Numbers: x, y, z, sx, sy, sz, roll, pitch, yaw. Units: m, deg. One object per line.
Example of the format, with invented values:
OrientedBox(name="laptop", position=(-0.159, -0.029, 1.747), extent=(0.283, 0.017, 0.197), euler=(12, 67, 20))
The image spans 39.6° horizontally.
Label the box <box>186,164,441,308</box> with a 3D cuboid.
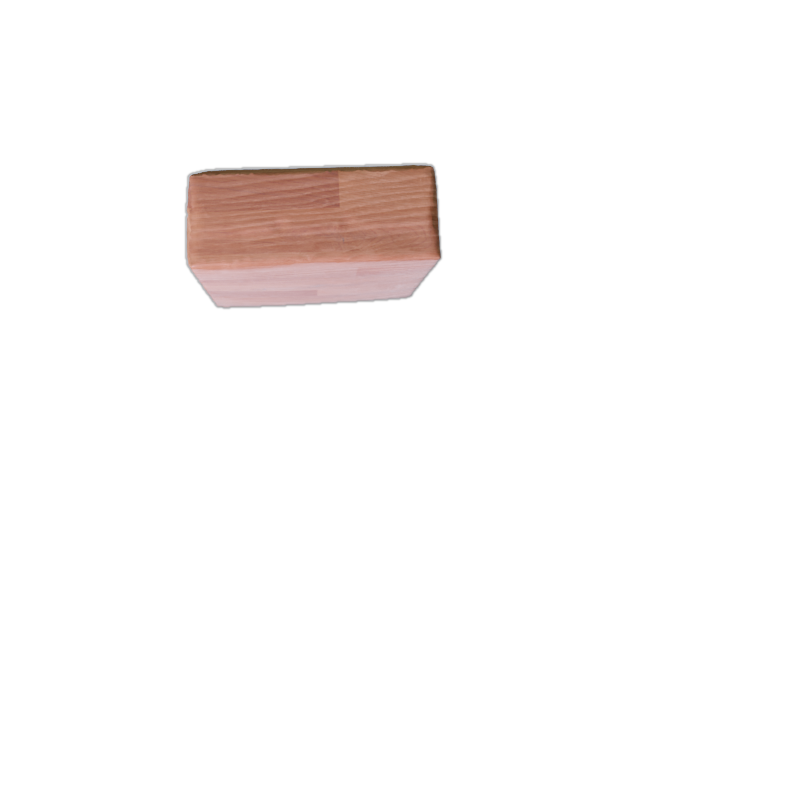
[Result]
OrientedBox(name="box", position=(-0.064, -0.116, 0.812), extent=(0.164, 0.073, 0.211), euler=(-3, -3, -3))
